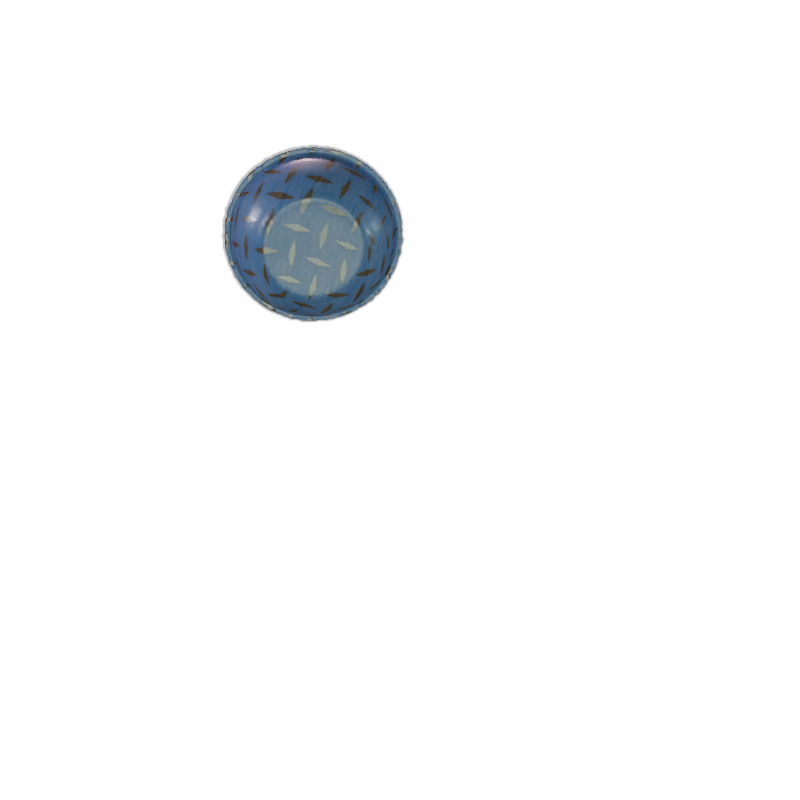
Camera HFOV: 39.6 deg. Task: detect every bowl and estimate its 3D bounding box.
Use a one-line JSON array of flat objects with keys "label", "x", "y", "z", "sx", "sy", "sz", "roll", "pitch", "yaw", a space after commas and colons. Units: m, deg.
[{"label": "bowl", "x": -0.076, "y": -0.139, "z": 0.973, "sx": 0.162, "sy": 0.157, "sz": 0.057, "roll": 0, "pitch": 14, "yaw": -1}]
